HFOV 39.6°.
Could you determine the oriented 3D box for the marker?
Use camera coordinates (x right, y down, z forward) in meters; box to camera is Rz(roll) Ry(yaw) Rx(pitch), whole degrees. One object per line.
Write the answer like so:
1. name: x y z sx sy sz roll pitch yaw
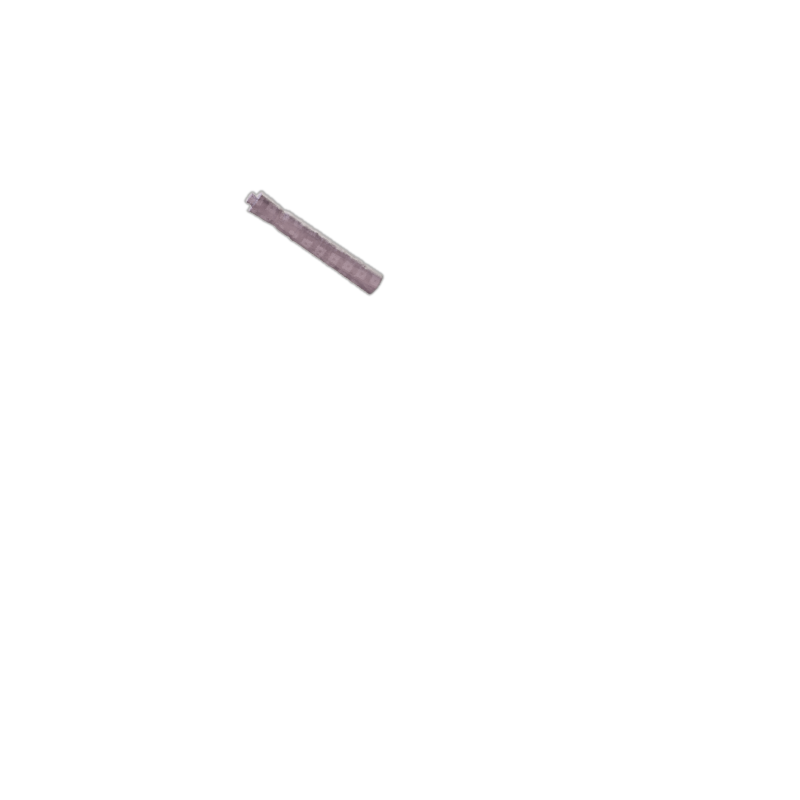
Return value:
1. marker: -0.066 -0.121 0.848 0.118 0.020 0.020 34 -4 -10
